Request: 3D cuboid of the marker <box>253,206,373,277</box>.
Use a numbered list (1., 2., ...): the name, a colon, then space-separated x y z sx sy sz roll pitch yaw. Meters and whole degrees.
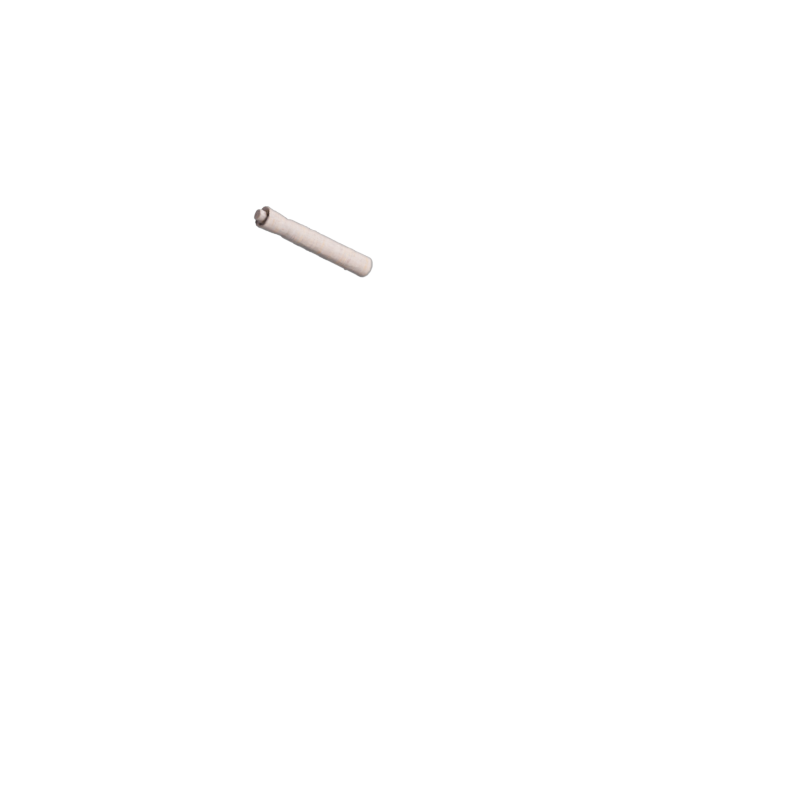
1. marker: -0.072 -0.132 0.922 0.114 0.020 0.021 22 -11 -36
